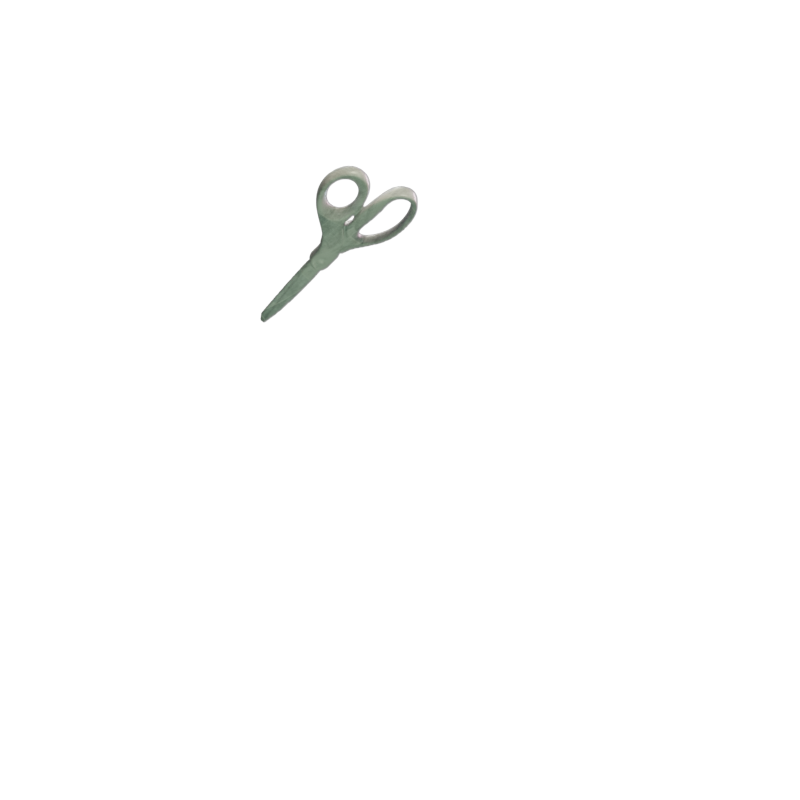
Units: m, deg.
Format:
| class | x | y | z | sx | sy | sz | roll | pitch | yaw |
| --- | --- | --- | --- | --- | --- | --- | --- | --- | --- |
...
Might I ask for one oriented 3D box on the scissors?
| class | x | y | z | sx | sy | sz | roll | pitch | yaw |
| --- | --- | --- | --- | --- | --- | --- | --- | --- | --- |
| scissors | -0.077 | -0.141 | 0.987 | 0.201 | 0.017 | 0.090 | -28 | -52 | 25 |
